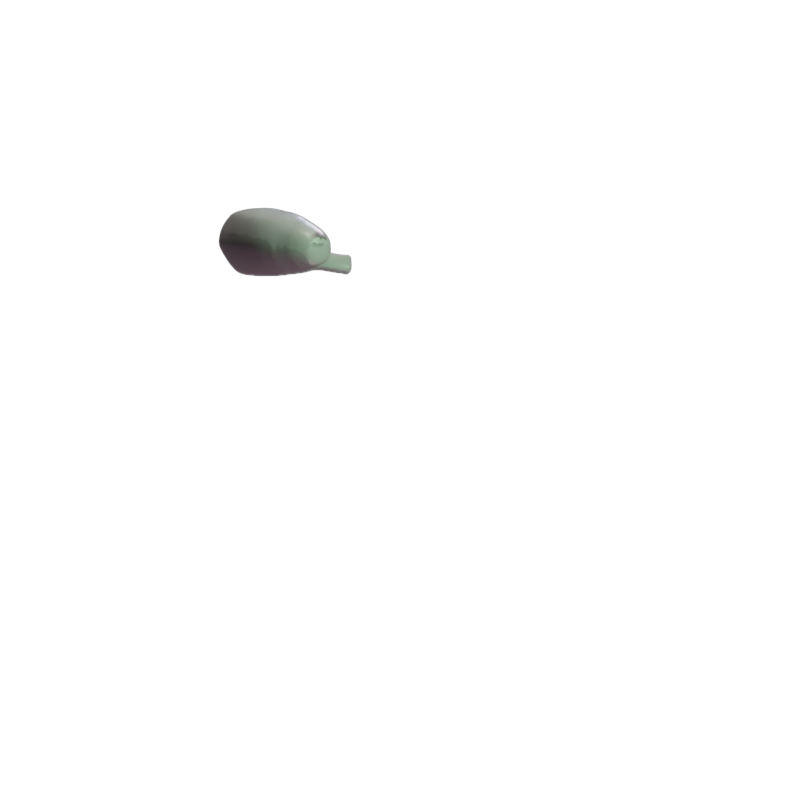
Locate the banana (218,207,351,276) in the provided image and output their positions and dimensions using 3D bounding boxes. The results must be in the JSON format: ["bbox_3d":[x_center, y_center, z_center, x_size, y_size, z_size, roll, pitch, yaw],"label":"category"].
[{"bbox_3d":[-0.066,-0.086,0.606,0.070,0.036,0.198,0,7,1],"label":"banana"}]
